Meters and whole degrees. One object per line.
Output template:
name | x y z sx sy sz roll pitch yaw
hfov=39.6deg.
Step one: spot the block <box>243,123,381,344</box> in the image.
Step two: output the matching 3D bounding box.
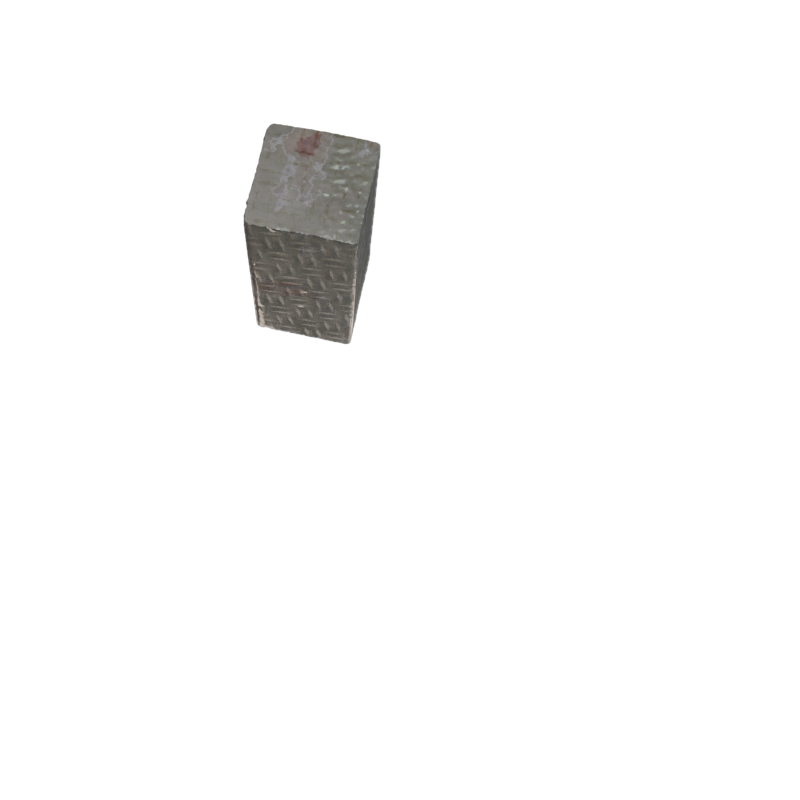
block | -0.072 -0.131 0.918 0.091 0.095 0.196 12 -20 0
